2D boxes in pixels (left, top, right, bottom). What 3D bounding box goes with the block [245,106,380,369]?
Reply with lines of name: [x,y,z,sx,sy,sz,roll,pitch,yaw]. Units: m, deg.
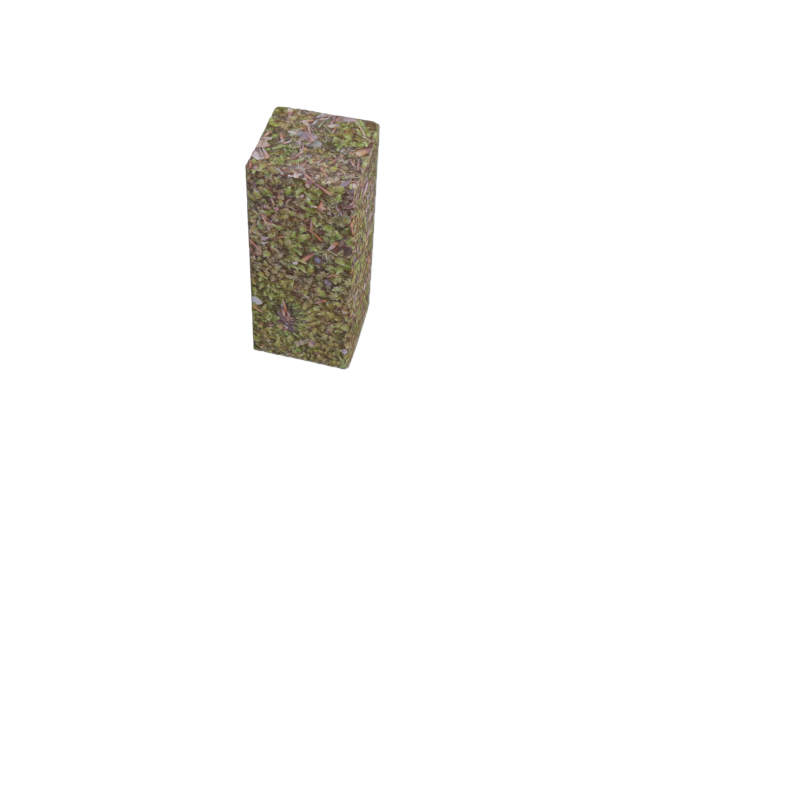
block: [-0.073,-0.135,0.942,0.092,0.192,0.095,12,47,8]
